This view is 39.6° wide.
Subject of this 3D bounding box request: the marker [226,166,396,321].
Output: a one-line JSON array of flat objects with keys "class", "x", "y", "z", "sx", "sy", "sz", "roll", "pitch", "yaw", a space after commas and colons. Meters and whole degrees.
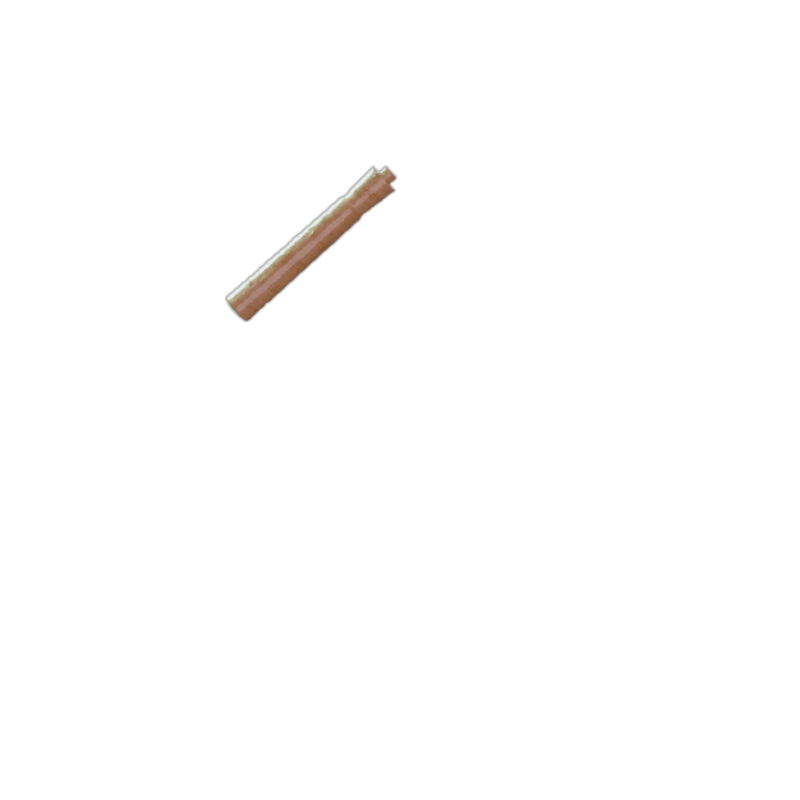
[{"class": "marker", "x": -0.050, "y": -0.092, "z": 0.642, "sx": 0.120, "sy": 0.020, "sz": 0.020, "roll": -41, "pitch": 0, "yaw": 5}]
